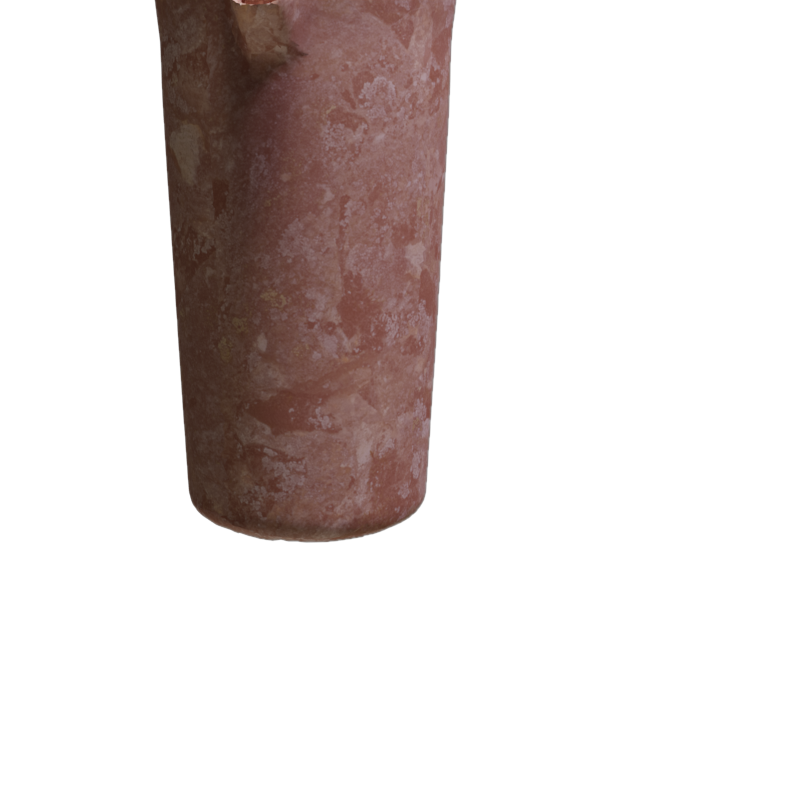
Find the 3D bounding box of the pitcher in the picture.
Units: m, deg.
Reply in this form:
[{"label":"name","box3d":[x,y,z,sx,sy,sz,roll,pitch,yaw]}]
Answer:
[{"label":"pitcher","box3d":[-0.040,-0.072,0.506,0.144,0.240,0.152,-5,8,-36]}]
